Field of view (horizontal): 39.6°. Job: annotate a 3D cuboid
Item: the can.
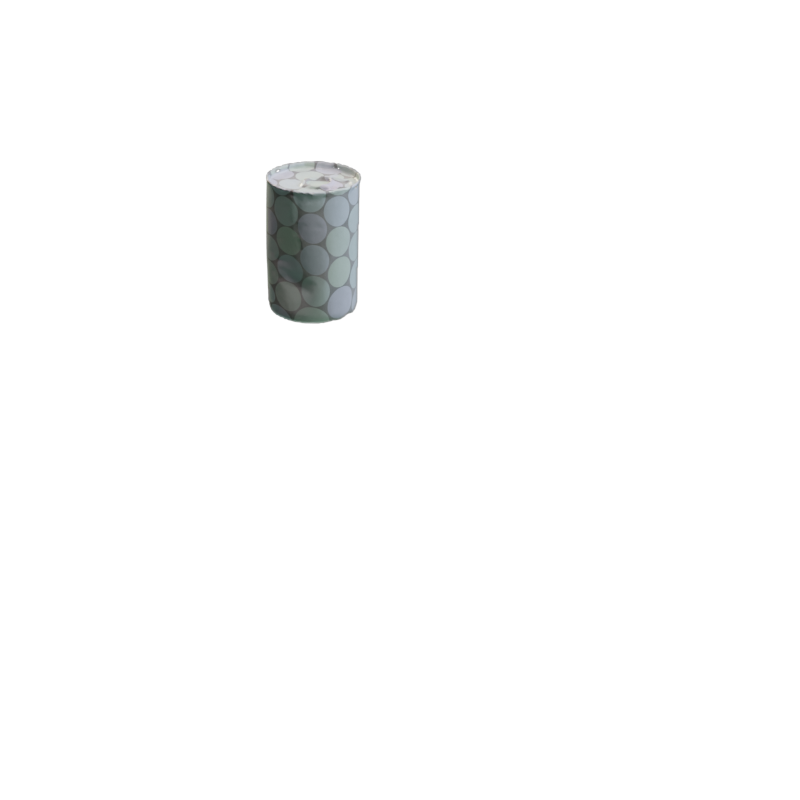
[{"bbox_3d":[-0.063,-0.115,0.807,0.068,0.097,0.072,0,25,-2],"label":"can"}]
